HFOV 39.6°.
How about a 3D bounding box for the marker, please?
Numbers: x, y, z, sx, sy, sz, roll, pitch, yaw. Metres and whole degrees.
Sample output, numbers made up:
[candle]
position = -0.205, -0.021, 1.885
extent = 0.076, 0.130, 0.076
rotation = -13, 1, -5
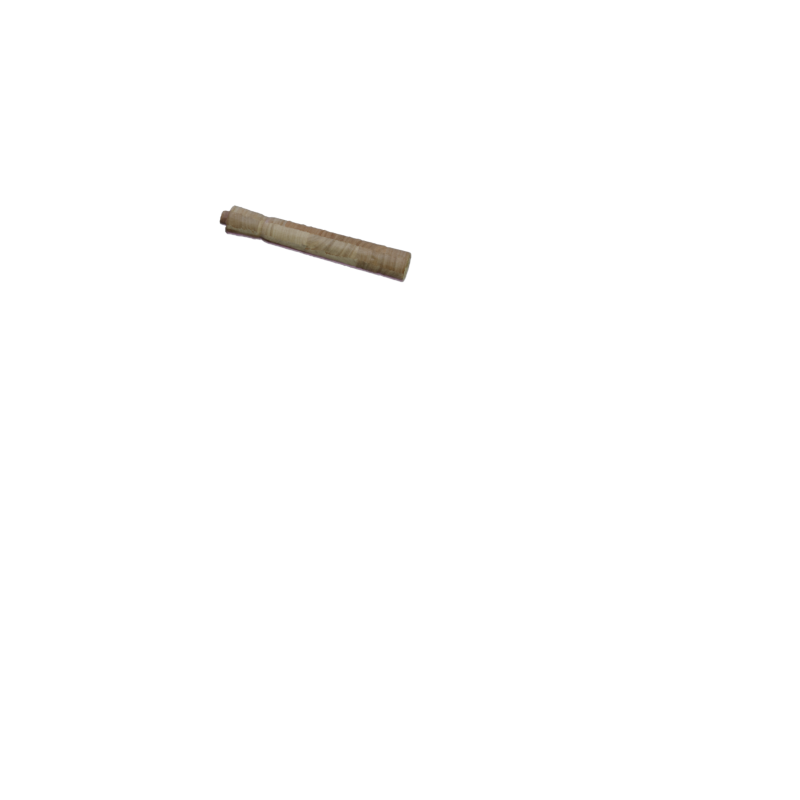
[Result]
[marker]
position = -0.054, -0.098, 0.684
extent = 0.123, 0.020, 0.020
rotation = 17, 6, 10
